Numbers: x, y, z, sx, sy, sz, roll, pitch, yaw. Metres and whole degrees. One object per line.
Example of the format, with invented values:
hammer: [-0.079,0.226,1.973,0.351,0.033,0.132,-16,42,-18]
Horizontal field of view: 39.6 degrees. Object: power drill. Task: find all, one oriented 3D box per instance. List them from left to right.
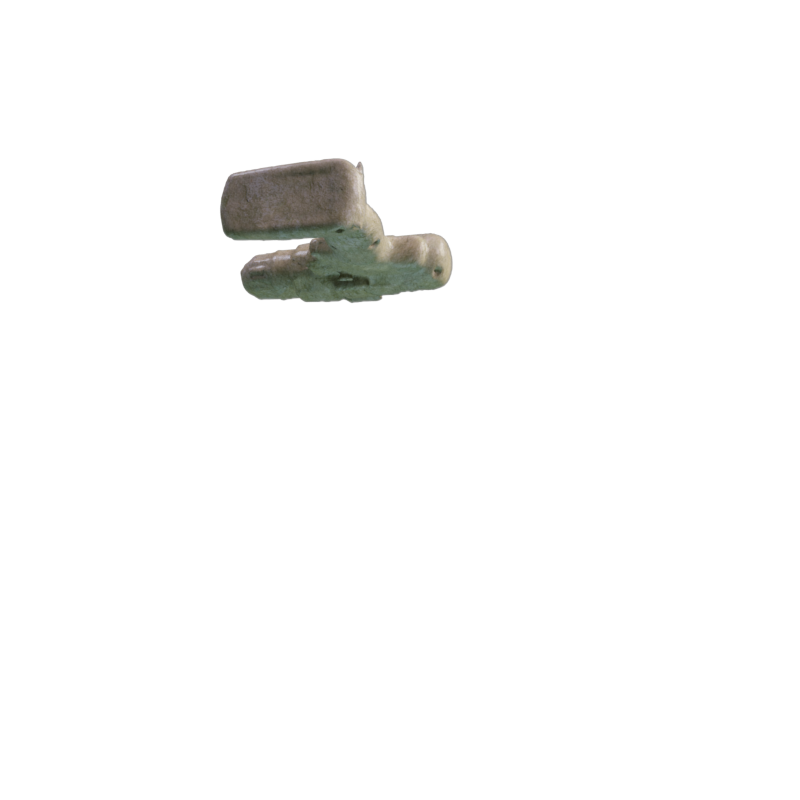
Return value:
power drill: [-0.068,-0.124,0.868,0.188,0.060,0.177,-4,-13,19]
